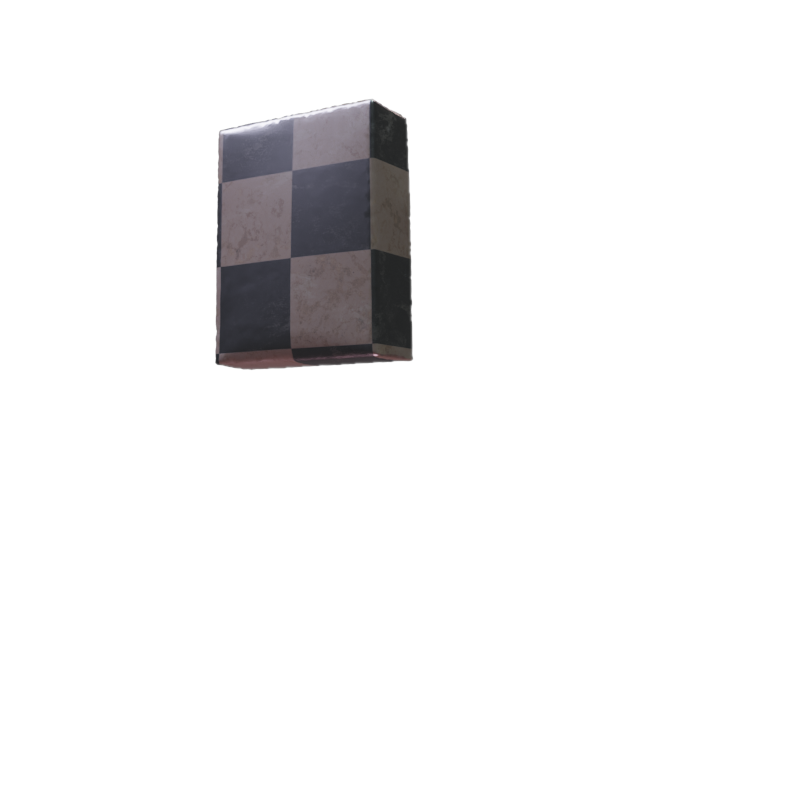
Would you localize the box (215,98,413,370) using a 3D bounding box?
[{"bbox_3d":[-0.075,-0.137,0.960,0.169,0.220,0.068,-6,-12,30],"label":"box"}]
